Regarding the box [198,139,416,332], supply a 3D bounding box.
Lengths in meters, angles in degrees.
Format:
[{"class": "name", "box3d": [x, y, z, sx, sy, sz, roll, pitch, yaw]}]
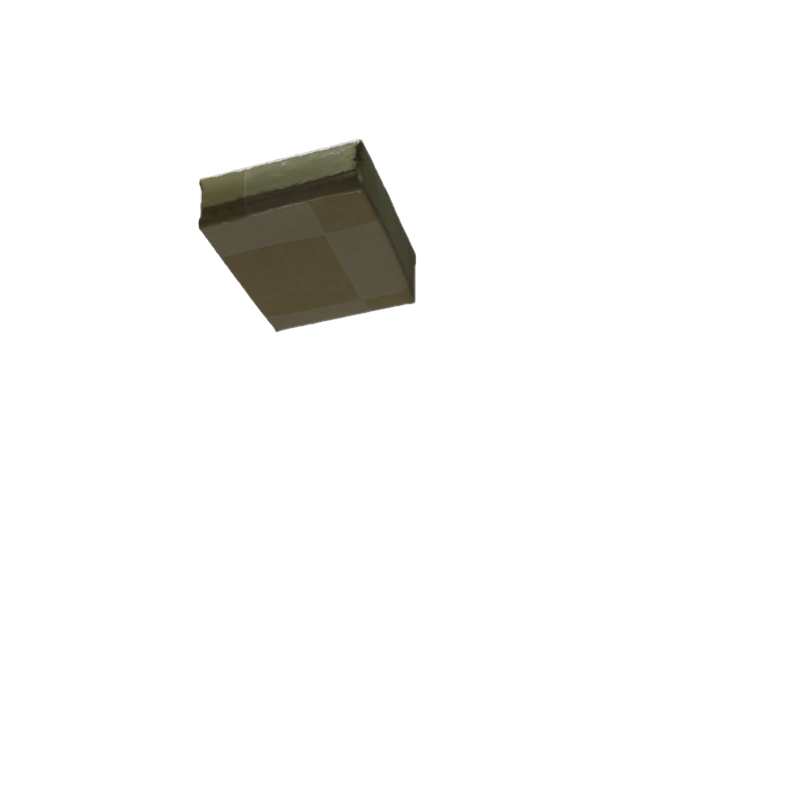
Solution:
[{"class": "box", "box3d": [-0.047, -0.086, 0.601, 0.091, 0.042, 0.105, -10, -34, 14]}]
